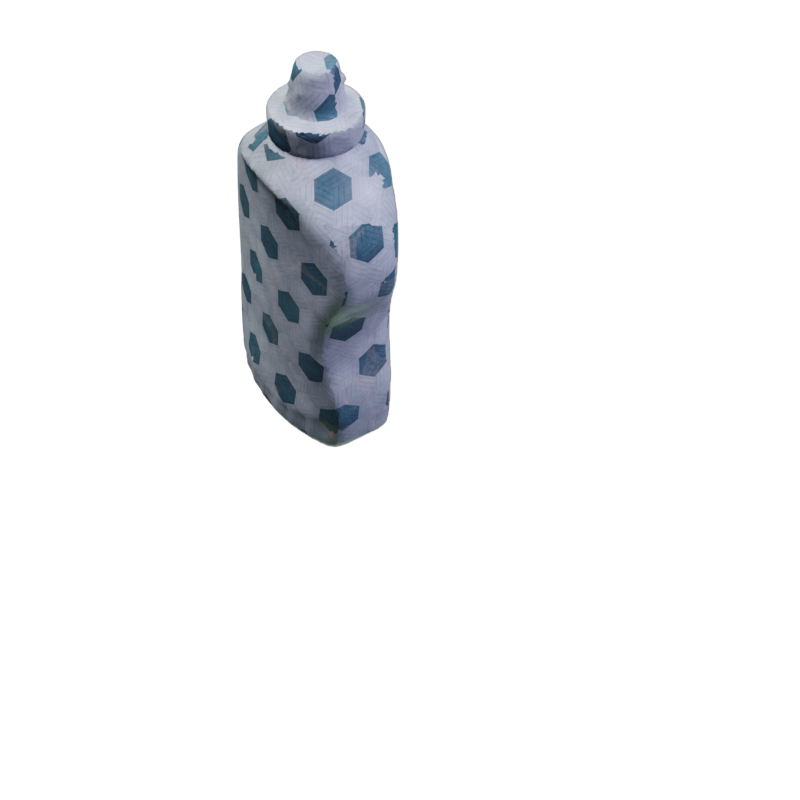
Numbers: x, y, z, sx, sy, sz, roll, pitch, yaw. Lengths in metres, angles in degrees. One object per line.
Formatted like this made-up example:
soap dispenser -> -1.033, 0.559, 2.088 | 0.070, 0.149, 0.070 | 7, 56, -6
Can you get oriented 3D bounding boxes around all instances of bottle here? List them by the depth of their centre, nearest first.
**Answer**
bottle -> -0.039, -0.072, 0.502 | 0.058, 0.179, 0.104 | -21, 51, -22
